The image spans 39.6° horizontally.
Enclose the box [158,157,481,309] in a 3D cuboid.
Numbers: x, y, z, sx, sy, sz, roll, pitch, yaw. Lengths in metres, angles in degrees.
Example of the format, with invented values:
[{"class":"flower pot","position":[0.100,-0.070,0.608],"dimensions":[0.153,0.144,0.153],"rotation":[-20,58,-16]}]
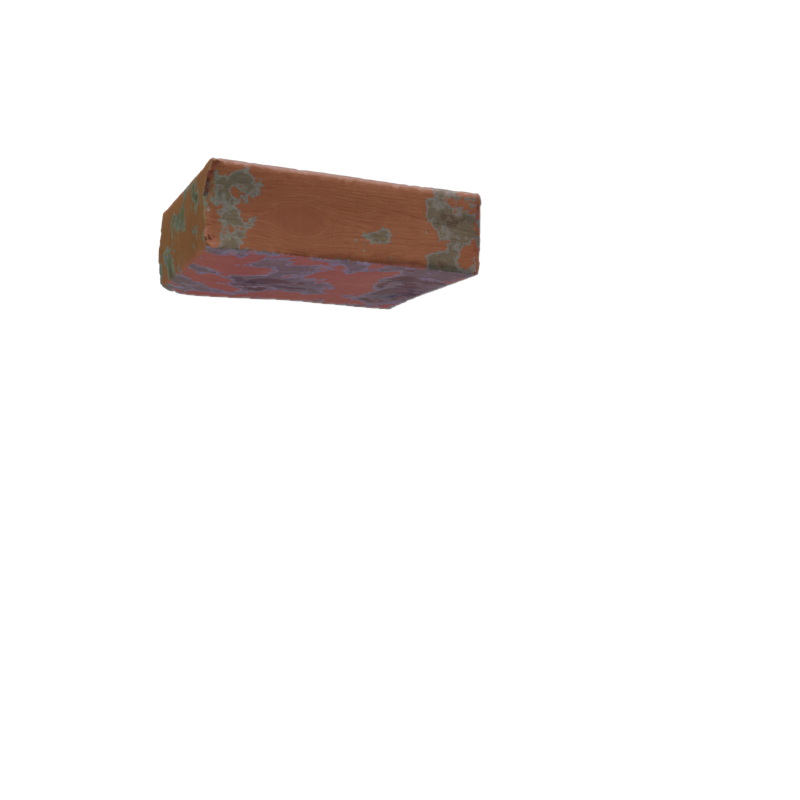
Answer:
[{"class":"box","position":[-0.036,-0.065,0.457],"dimensions":[0.110,0.040,0.090],"rotation":[2,-7,-21]}]
